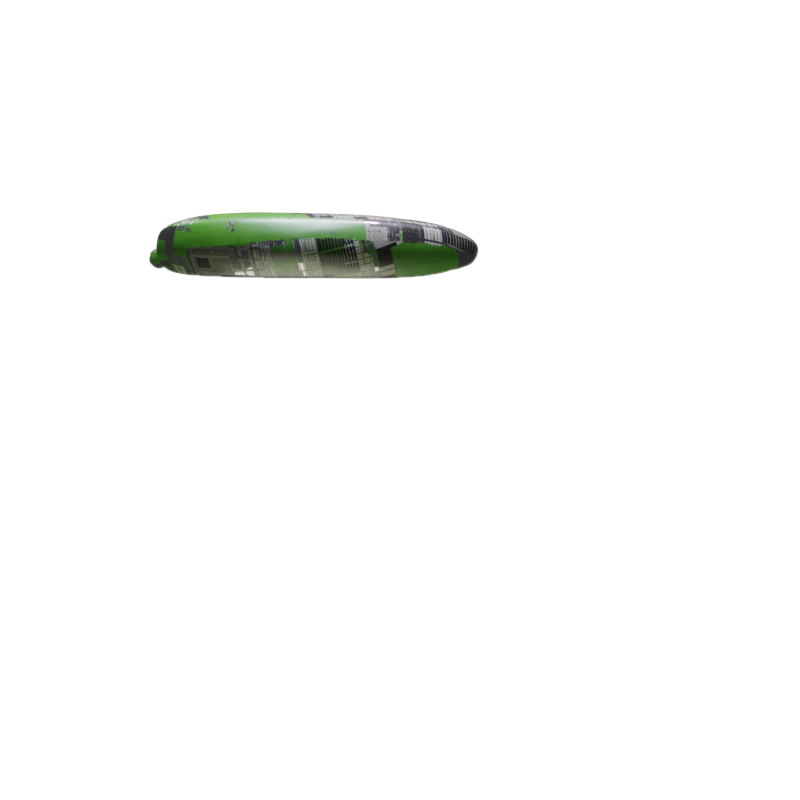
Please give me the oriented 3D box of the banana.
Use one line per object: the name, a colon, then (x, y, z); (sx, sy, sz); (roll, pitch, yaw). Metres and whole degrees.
banana: (-0.056, -0.089, 0.630); (0.200, 0.036, 0.070); (2, 11, 9)
